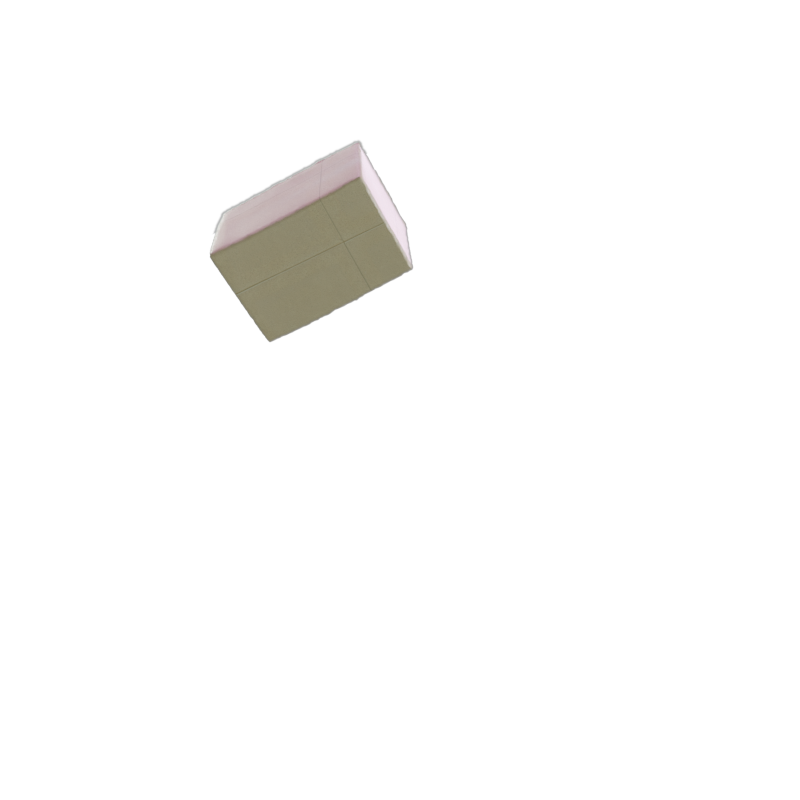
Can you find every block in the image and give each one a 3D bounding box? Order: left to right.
[{"bbox_3d":[-0.040,-0.073,0.513,0.078,0.050,0.054,-26,25,10],"label":"block"}]
